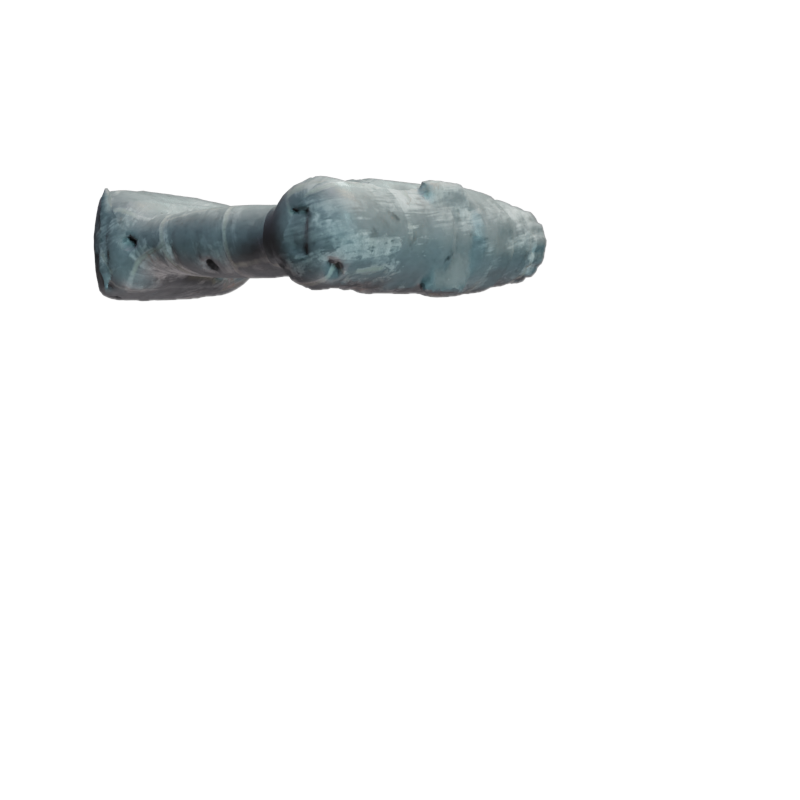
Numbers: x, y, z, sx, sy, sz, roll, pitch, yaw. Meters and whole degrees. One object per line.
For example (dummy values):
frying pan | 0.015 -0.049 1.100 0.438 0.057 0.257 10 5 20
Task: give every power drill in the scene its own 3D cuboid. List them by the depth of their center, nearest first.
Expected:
power drill | -0.043 -0.078 0.546 0.194 0.058 0.177 2 3 37
